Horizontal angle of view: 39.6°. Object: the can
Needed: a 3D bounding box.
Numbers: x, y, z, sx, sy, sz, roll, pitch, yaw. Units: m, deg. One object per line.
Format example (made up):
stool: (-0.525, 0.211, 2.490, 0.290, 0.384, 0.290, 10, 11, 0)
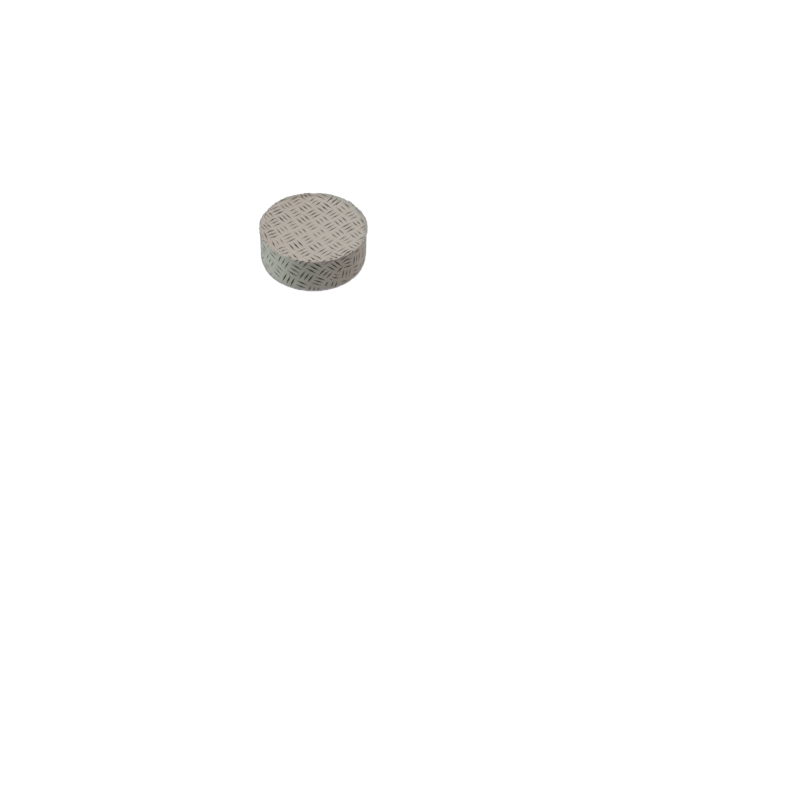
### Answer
can: (-0.069, -0.126, 0.883, 0.086, 0.031, 0.092, -1, 45, -1)
